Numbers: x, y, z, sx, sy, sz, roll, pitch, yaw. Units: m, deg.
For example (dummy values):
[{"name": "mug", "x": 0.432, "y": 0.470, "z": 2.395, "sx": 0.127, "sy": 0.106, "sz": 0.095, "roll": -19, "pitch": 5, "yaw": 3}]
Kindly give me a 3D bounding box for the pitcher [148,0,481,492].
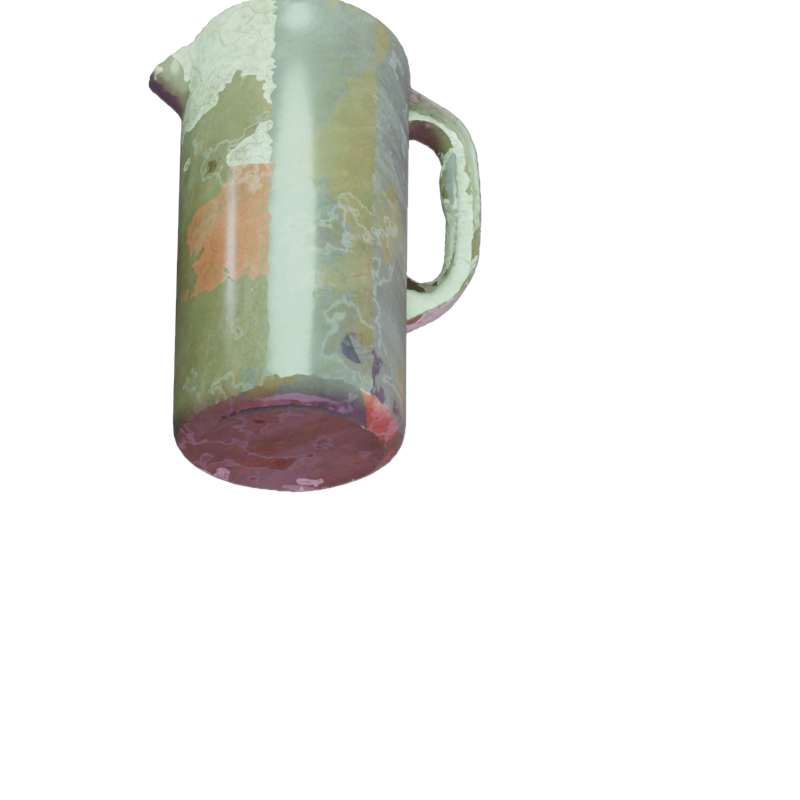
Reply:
[{"name": "pitcher", "x": -0.045, "y": -0.083, "z": 0.579, "sx": 0.151, "sy": 0.260, "sz": 0.134, "roll": -17, "pitch": -35, "yaw": 22}]
